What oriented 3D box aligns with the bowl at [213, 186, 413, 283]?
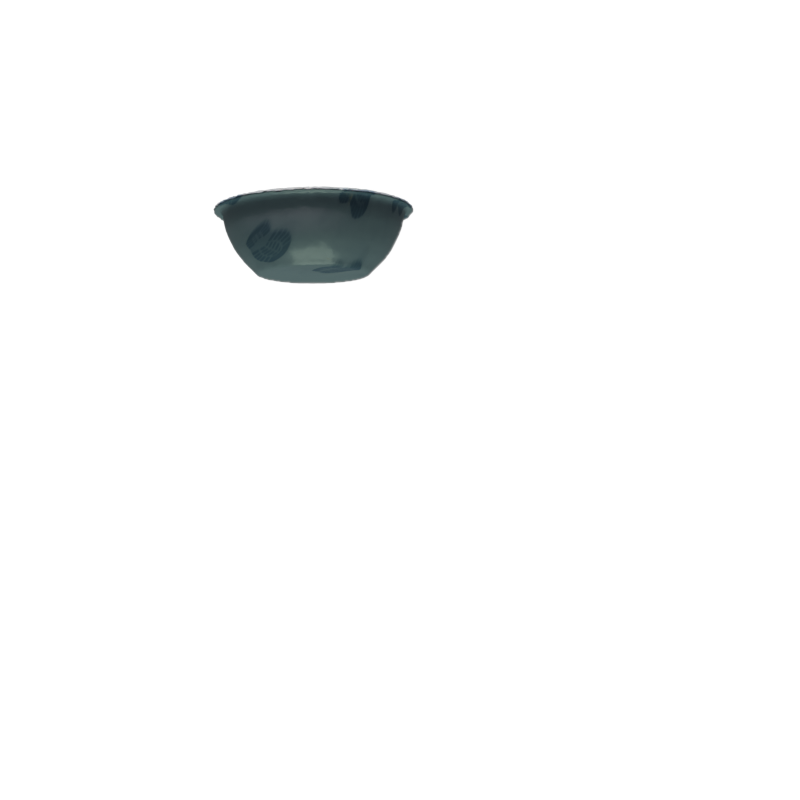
[{"bbox_3d":[-0.070,-0.128,0.895,0.162,0.056,0.159,0,-4,-2],"label":"bowl"}]
